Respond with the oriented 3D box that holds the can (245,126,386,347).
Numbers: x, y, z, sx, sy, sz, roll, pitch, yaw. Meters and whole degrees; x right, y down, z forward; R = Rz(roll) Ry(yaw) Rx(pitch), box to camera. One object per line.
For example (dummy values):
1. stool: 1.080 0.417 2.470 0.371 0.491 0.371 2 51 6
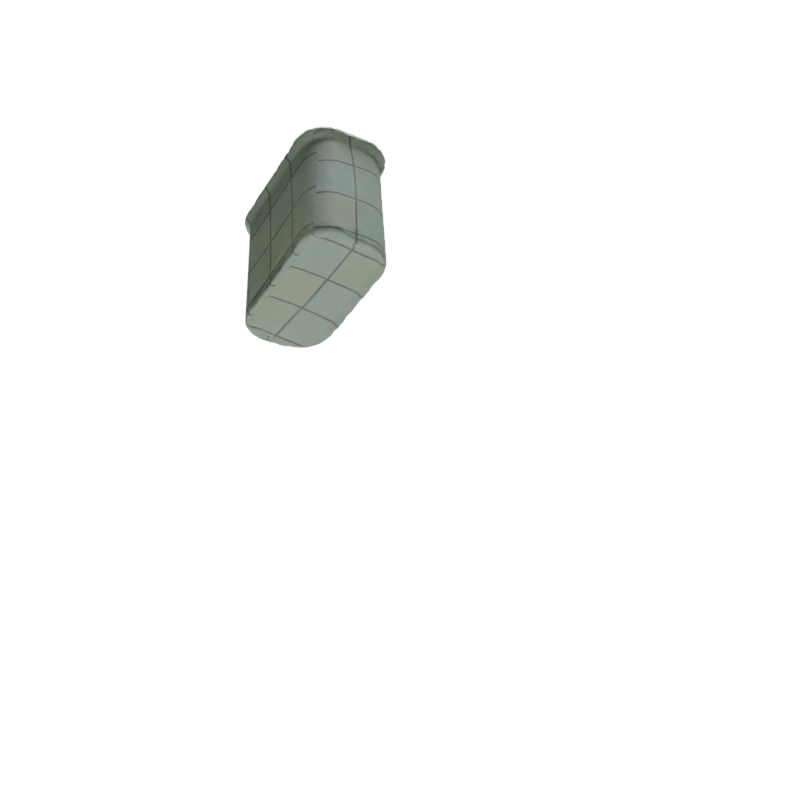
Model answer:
1. can: -0.050 -0.091 0.637 0.055 0.090 0.099 20 -45 -24
